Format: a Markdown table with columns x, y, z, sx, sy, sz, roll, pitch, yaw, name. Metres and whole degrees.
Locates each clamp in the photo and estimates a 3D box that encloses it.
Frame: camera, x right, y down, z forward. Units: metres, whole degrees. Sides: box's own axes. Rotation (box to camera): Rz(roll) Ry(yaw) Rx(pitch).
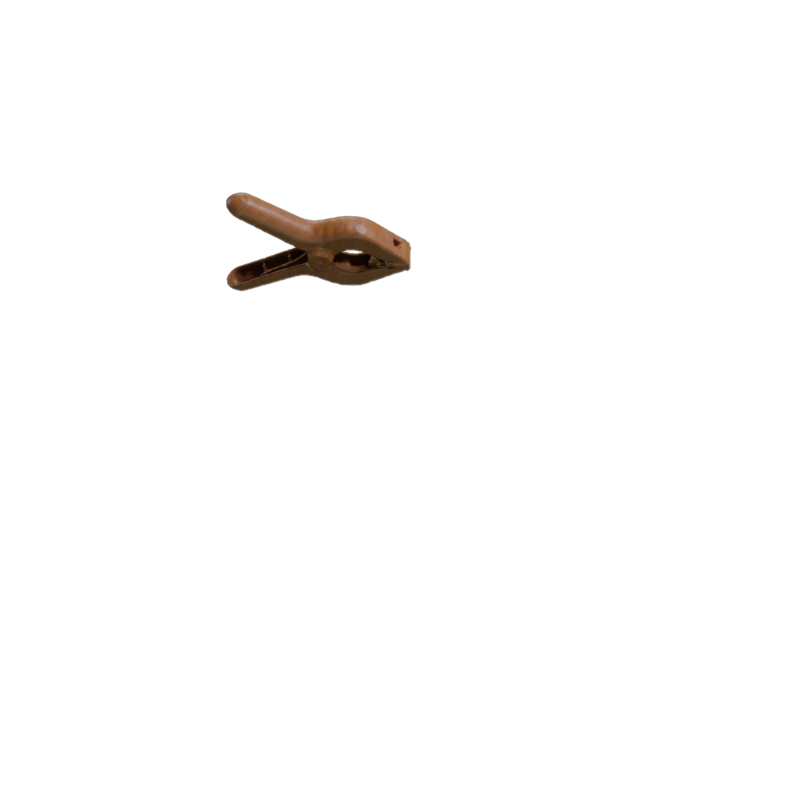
| x | y | z | sx | sy | sz | roll | pitch | yaw | name |
| --- | --- | --- | --- | --- | --- | --- | --- | --- | --- |
| -0.077 | -0.140 | 0.981 | 0.172 | 0.042 | 0.112 | -2 | -29 | 4 | clamp |
